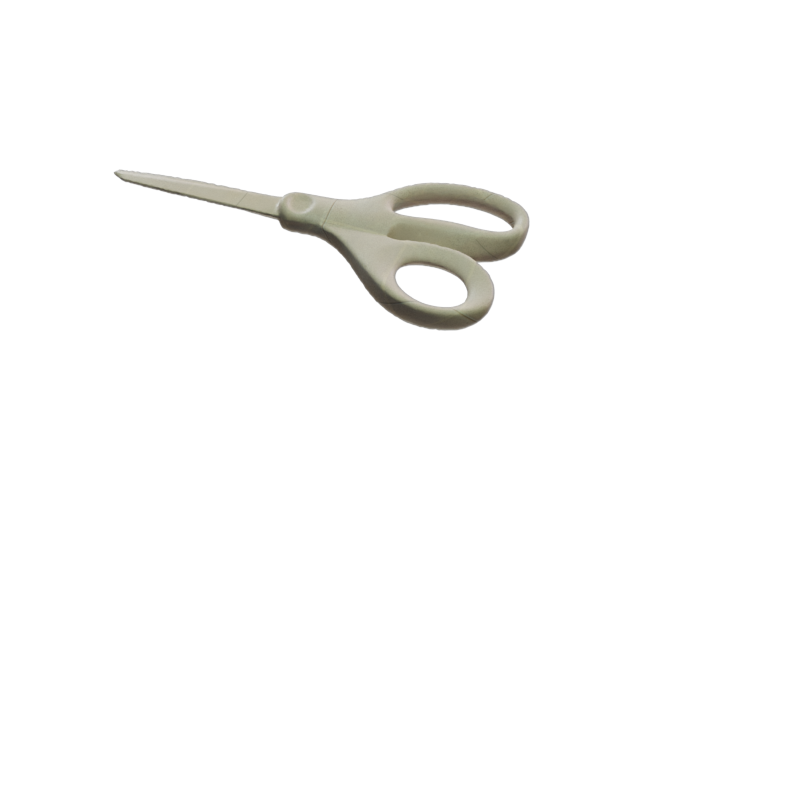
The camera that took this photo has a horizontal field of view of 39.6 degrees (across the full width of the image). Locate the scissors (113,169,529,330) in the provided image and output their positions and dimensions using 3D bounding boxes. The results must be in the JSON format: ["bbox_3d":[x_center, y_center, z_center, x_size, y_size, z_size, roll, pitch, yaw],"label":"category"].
[{"bbox_3d":[-0.040,-0.074,0.516,0.202,0.103,0.015,1,-43,1],"label":"scissors"}]
